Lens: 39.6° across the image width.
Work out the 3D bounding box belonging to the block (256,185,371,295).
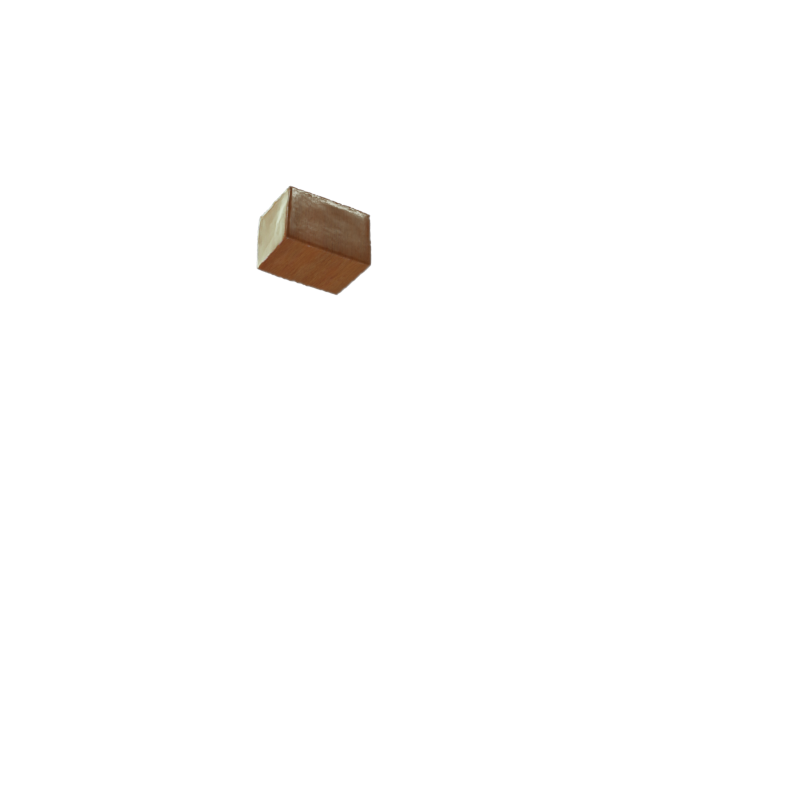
[{"bbox_3d":[-0.069,-0.126,0.881,0.074,0.055,0.052,17,-36,-27],"label":"block"}]
